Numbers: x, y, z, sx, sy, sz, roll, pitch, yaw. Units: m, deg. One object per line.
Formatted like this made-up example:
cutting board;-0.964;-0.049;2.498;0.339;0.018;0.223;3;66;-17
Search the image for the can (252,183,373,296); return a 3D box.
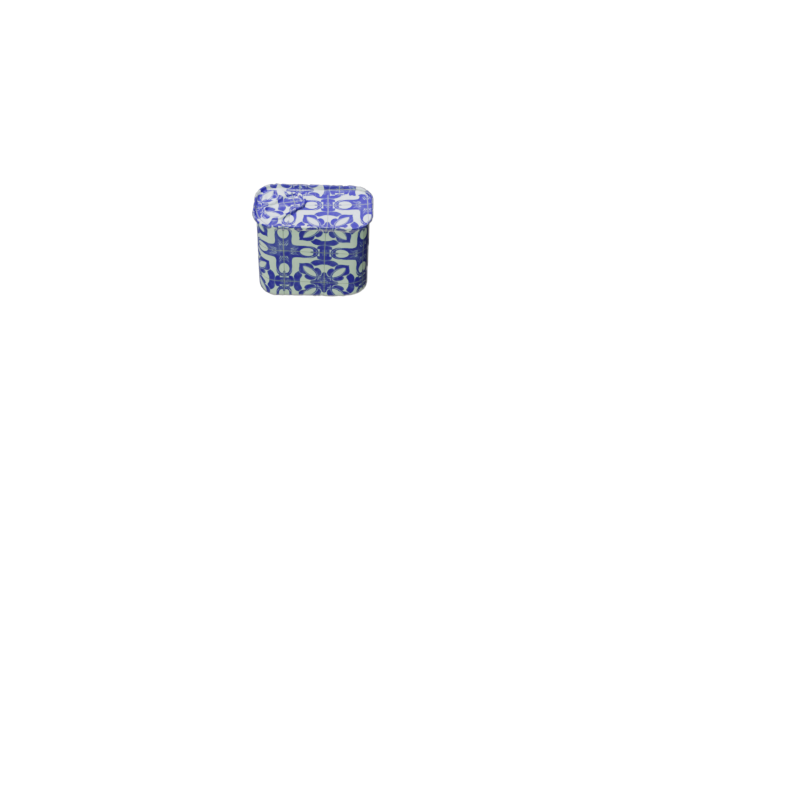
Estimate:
can;-0.076;-0.138;0.964;0.102;0.062;0.078;2;-44;0
